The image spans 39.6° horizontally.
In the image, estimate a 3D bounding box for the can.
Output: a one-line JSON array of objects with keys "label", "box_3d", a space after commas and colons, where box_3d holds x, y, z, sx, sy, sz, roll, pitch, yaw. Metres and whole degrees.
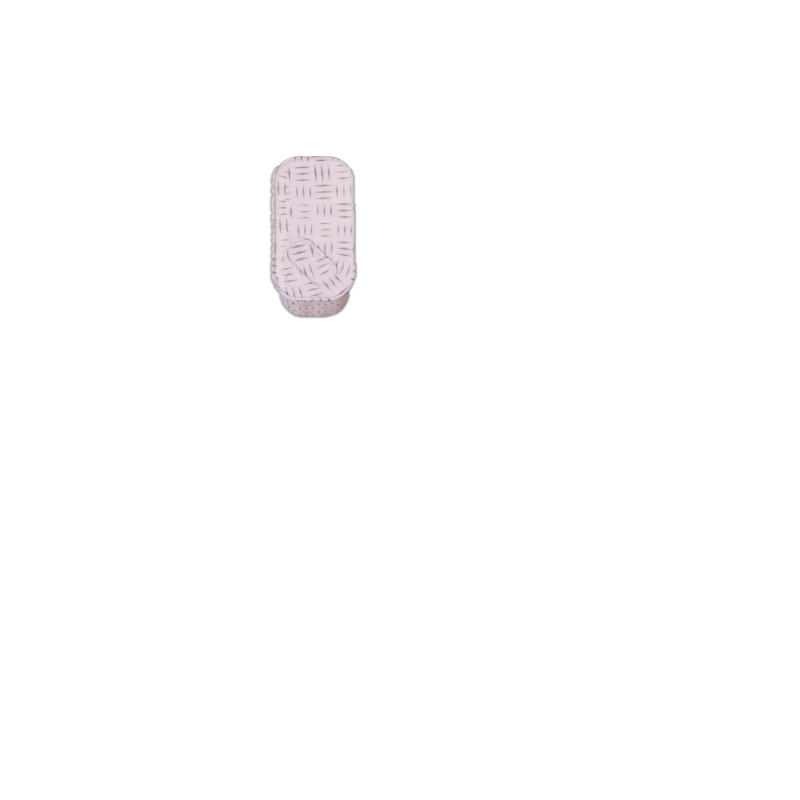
[{"label": "can", "box_3d": [-0.062, -0.113, 0.795, 0.057, 0.105, 0.082, -1, -11, -3]}]
